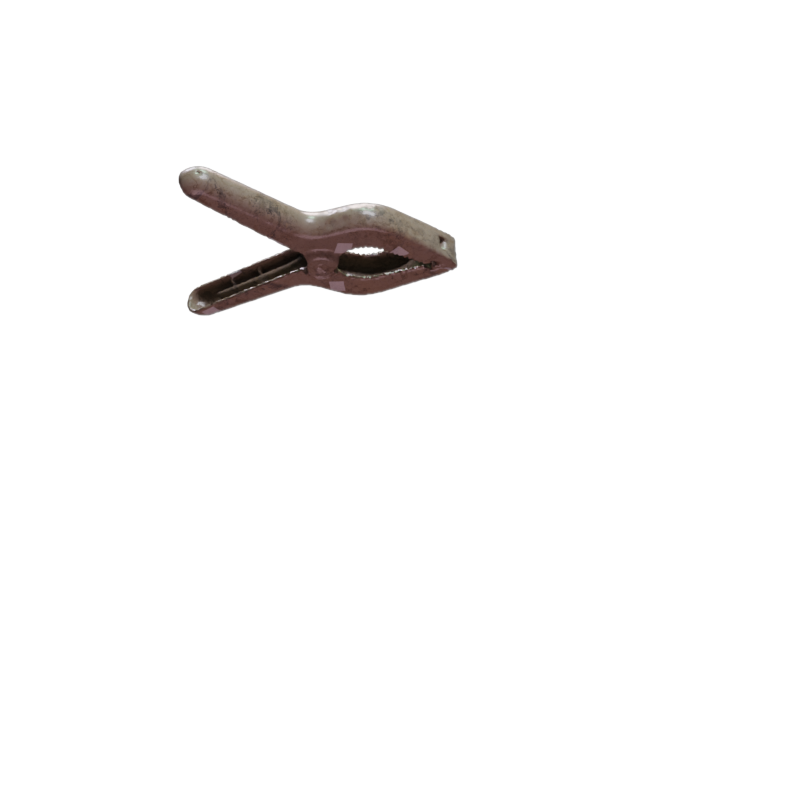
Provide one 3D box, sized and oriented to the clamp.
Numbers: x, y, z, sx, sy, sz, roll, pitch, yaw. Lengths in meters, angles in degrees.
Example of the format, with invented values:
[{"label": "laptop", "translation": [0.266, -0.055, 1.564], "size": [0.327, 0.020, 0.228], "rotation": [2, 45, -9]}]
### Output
[{"label": "clamp", "translation": [-0.064, -0.116, 0.813], "size": [0.211, 0.039, 0.154], "rotation": [-1, -30, 2]}]
